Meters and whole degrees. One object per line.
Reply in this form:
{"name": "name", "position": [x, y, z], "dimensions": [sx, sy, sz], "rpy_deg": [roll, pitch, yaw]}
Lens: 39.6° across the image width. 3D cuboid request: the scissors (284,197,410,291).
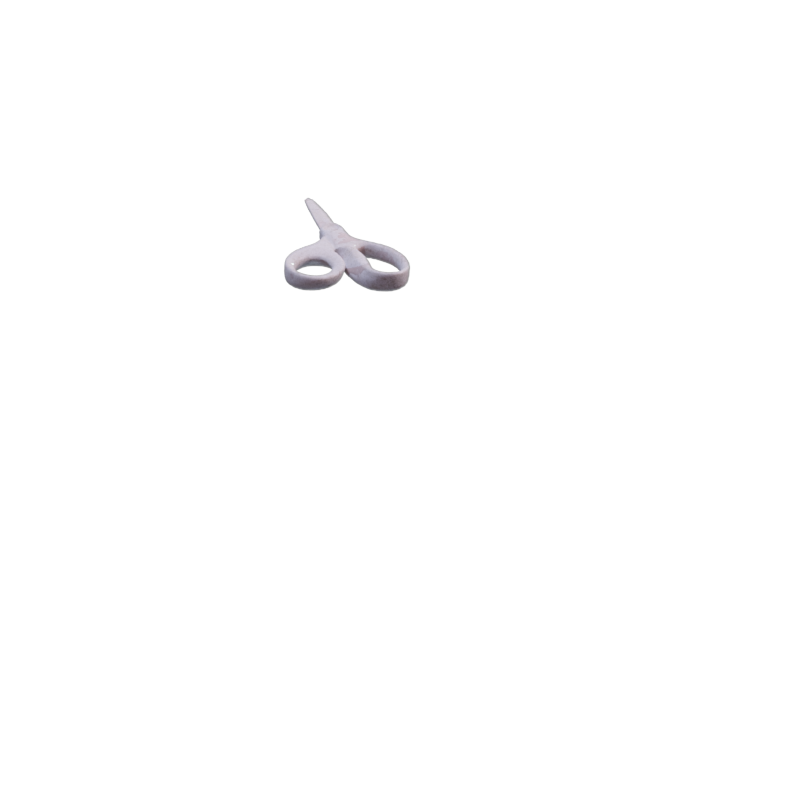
{"name": "scissors", "position": [-0.065, -0.119, 0.836], "dimensions": [0.094, 0.015, 0.216], "rpy_deg": [-13, 29, -25]}
